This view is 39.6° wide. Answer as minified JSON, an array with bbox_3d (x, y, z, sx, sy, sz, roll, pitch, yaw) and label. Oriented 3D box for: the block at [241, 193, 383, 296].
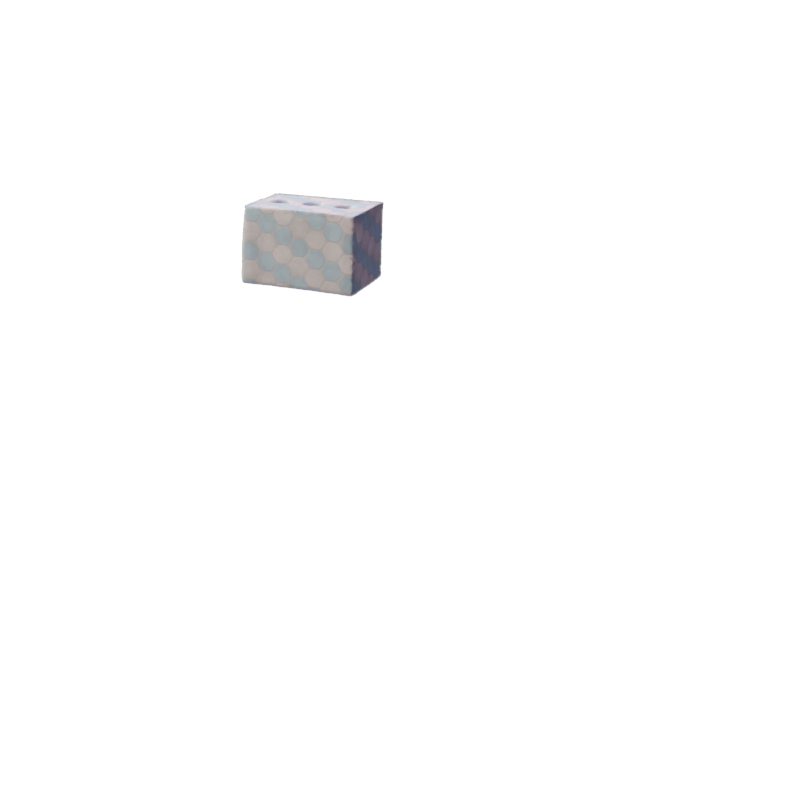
[{"bbox_3d":[-0.055,-0.101,0.708,0.080,0.049,0.053,8,19,21],"label":"block"}]
